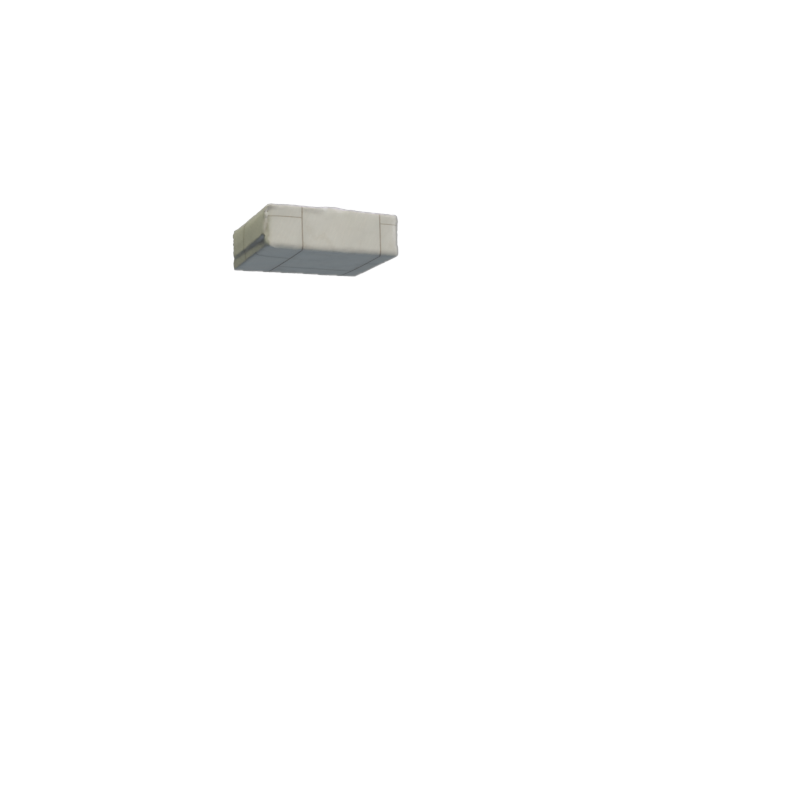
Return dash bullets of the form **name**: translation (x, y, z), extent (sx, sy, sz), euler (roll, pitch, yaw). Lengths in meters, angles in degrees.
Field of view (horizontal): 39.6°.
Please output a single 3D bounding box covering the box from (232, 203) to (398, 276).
- **box**: translation (-0.056, -0.101, 0.710), extent (0.087, 0.031, 0.073), euler (2, -7, -21)
